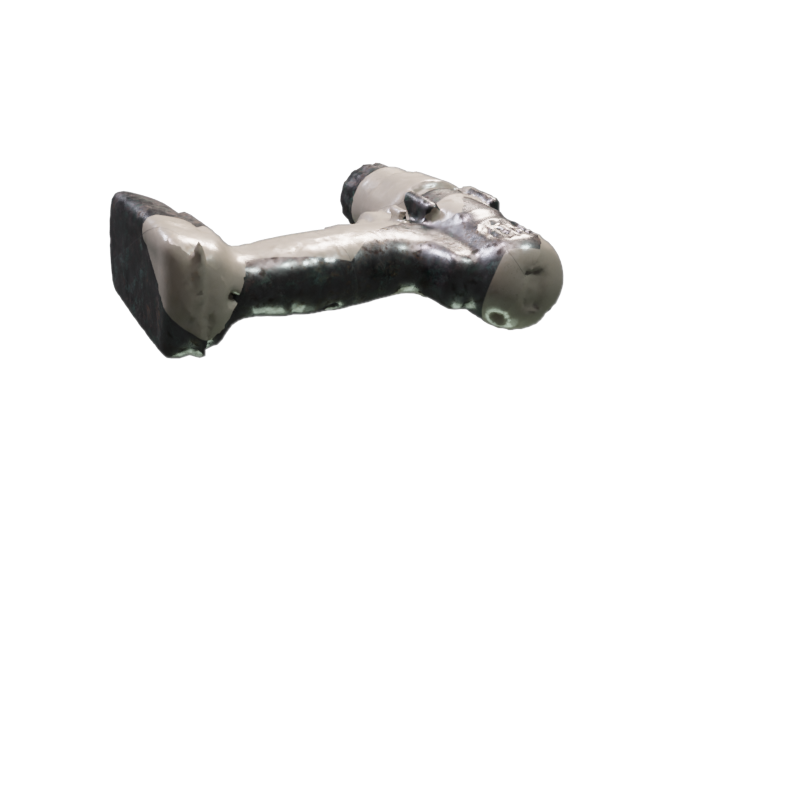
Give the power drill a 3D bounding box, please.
[{"bbox_3d":[-0.043,-0.078,0.543,0.184,0.055,0.197,-10,25,-23],"label":"power drill"}]
